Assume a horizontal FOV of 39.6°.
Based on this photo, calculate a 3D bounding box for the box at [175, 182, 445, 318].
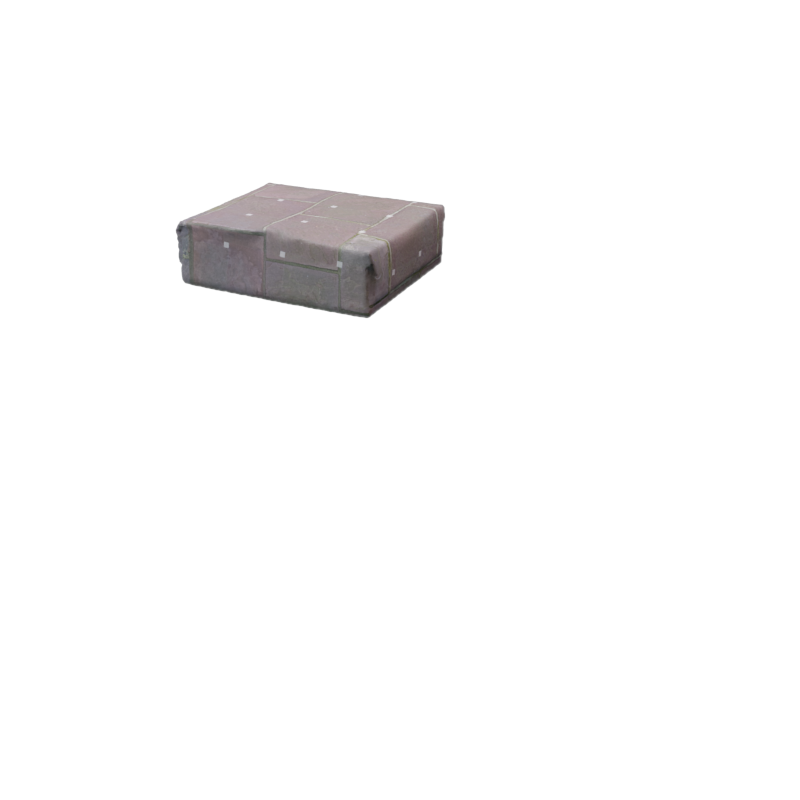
[{"bbox_3d":[-0.036,-0.066,0.461,0.093,0.029,0.074,12,26,24],"label":"box"}]
